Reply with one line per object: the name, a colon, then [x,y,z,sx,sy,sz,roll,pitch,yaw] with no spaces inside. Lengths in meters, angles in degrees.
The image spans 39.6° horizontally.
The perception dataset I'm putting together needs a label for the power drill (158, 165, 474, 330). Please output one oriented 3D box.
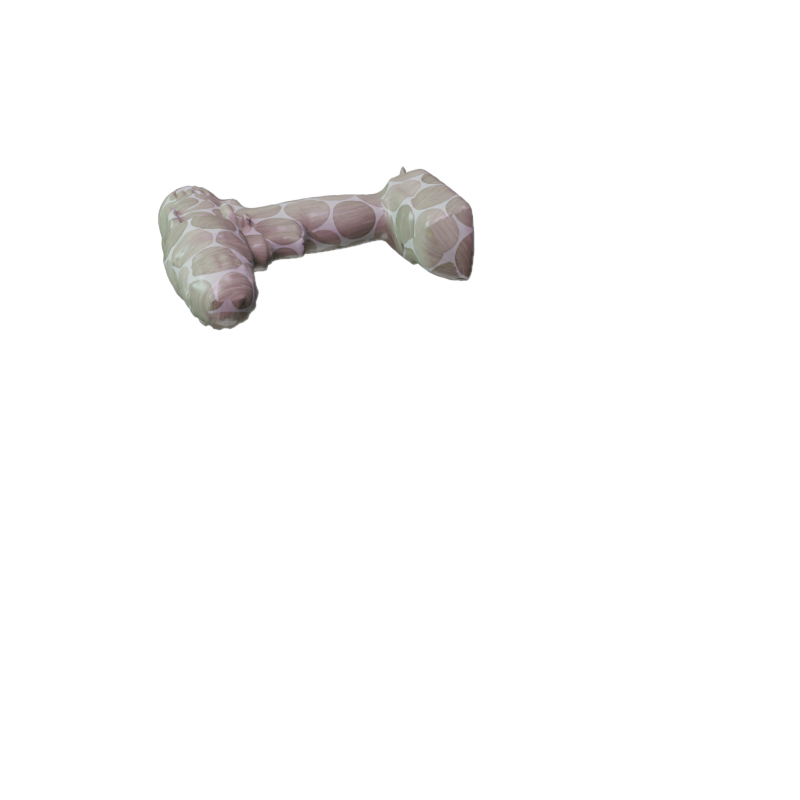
power drill: [-0.054,-0.098,0.688,0.185,0.055,0.197,-6,26,-13]
